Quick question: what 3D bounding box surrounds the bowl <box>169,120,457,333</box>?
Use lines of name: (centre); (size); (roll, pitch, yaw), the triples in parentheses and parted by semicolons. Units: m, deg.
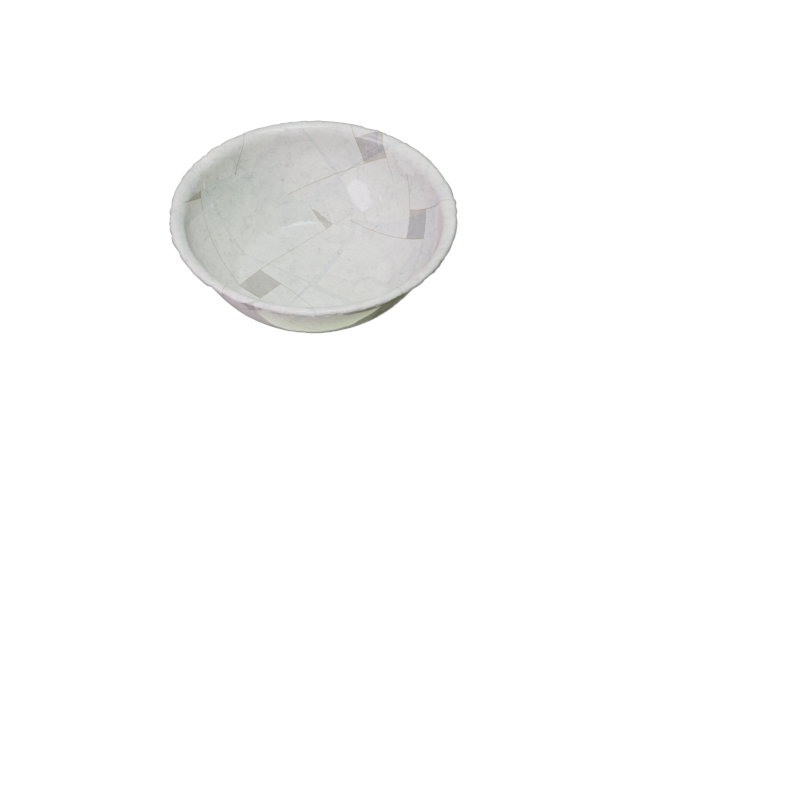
bowl: (-0.050, -0.091, 0.640); (0.162, 0.174, 0.051); (-1, -42, -1)
